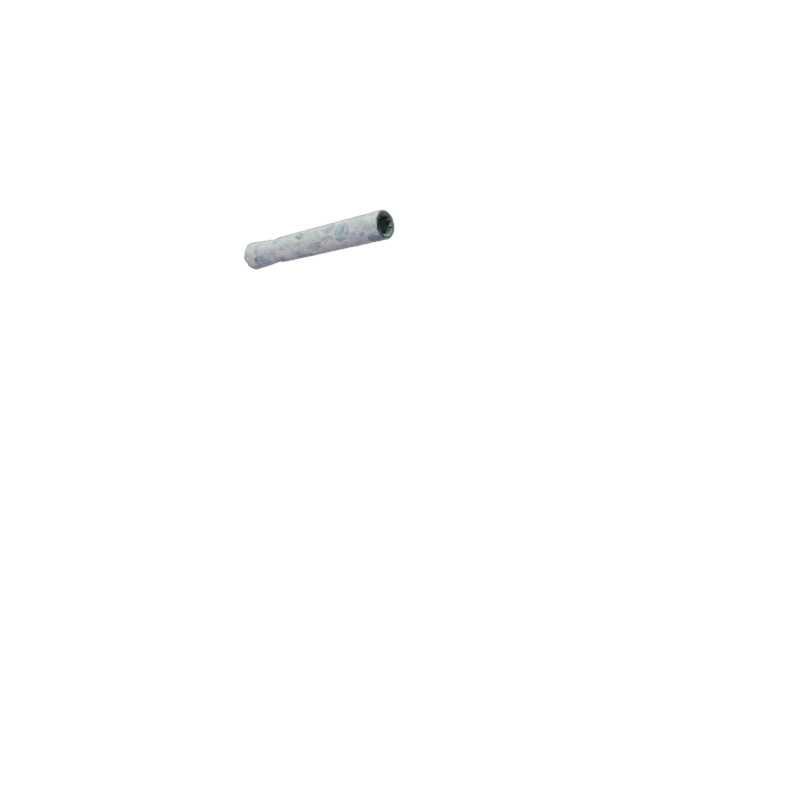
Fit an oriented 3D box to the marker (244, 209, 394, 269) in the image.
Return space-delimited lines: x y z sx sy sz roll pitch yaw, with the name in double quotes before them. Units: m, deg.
"marker" -0.056 -0.102 0.717 0.124 0.020 0.019 -6 -1 40
